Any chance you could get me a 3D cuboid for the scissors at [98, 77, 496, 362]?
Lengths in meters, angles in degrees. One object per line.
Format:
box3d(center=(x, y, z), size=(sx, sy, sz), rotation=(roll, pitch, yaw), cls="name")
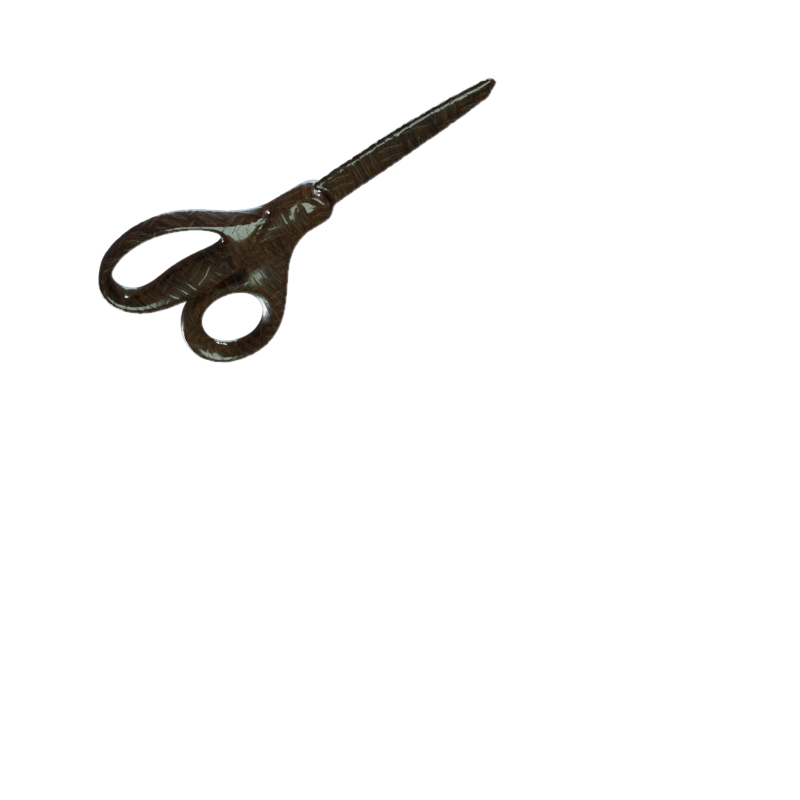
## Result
box3d(center=(-0.039, -0.071, 0.498), size=(0.203, 0.089, 0.017), rotation=(-17, 40, 15), cls="scissors")
